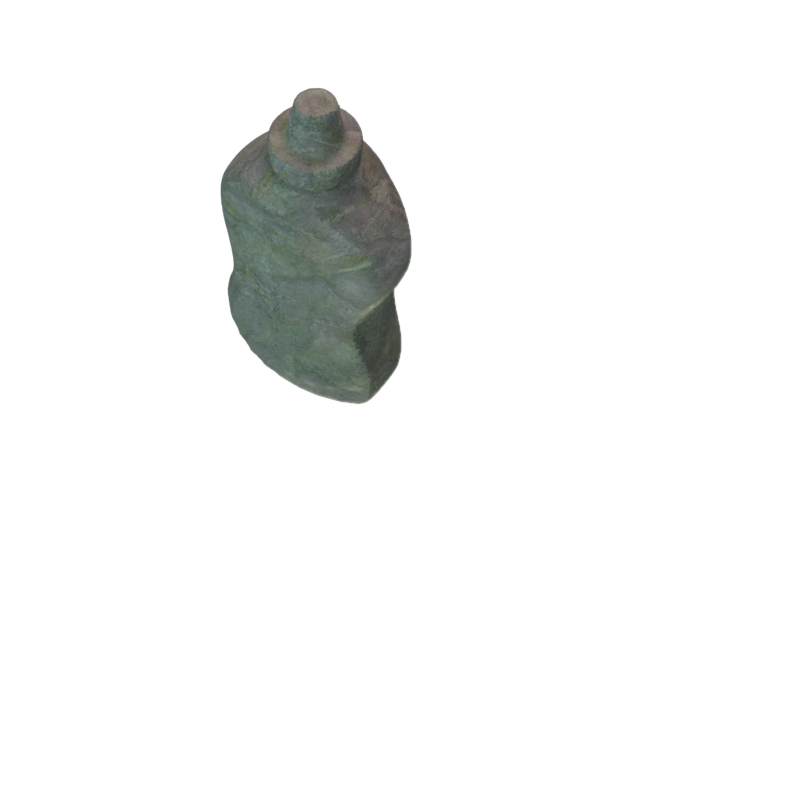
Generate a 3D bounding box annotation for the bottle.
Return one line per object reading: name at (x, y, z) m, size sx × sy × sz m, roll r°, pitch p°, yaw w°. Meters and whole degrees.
bottle at (-0.041, -0.076, 0.529) m, size 0.100 × 0.059 × 0.180 m, roll 36°, pitch -27°, yaw 17°
